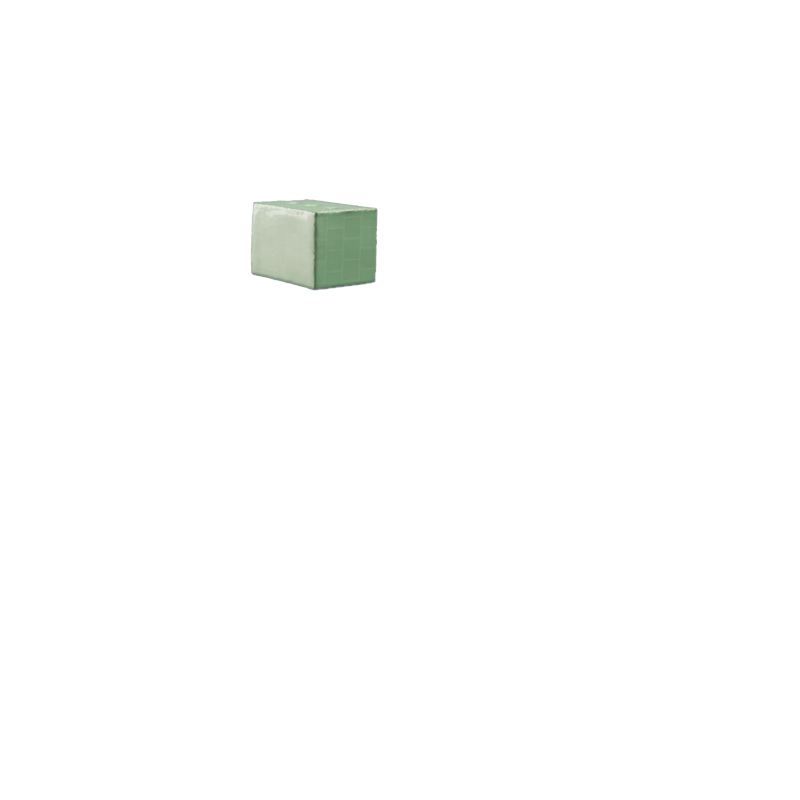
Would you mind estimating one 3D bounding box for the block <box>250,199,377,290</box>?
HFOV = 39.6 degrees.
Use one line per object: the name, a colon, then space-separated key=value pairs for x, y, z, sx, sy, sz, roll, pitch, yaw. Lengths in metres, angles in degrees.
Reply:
block: x=-0.058 y=-0.107 z=0.747 sx=0.051 sy=0.050 sz=0.082 roll=-9 pitch=16 yaw=-37
